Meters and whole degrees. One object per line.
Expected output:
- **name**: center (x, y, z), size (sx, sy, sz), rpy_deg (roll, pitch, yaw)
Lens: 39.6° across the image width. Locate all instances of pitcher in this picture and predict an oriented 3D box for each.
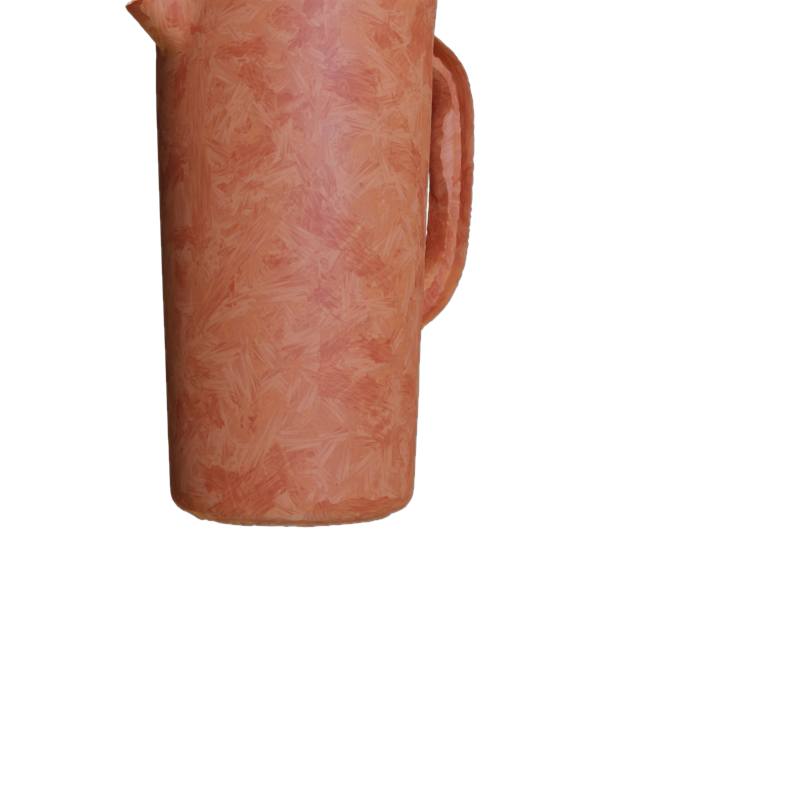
- **pitcher**: center (-0.040, -0.073, 0.509), size (0.150, 0.247, 0.142), rpy_deg (-1, -5, 6)
